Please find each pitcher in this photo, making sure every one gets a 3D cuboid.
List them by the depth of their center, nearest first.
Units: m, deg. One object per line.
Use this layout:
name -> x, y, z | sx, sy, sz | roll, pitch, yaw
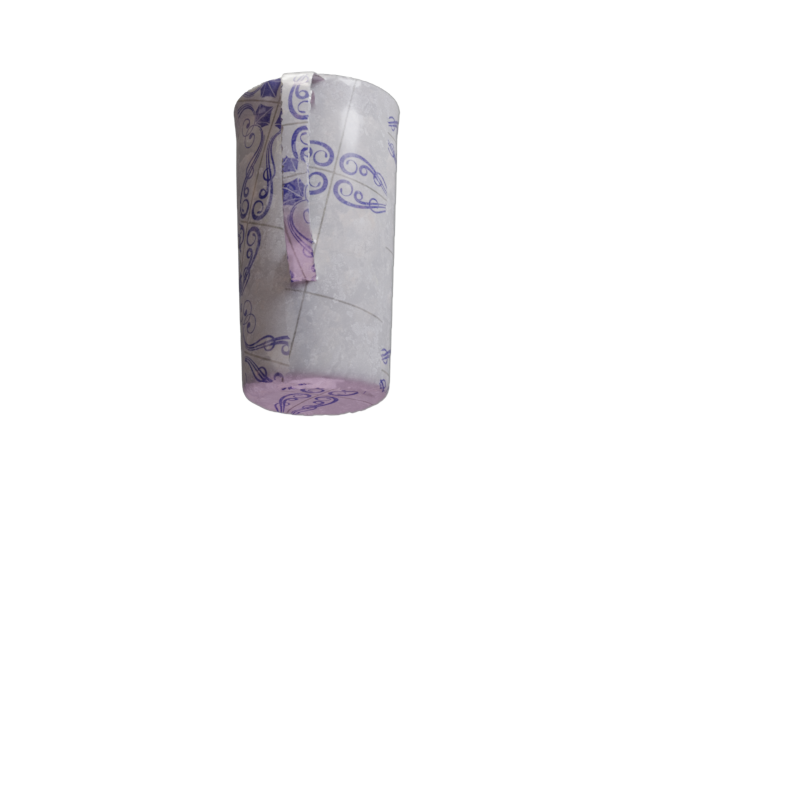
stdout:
pitcher -> -0.066, -0.120, 0.839 | 0.141, 0.255, 0.146 | 14, -24, -38
